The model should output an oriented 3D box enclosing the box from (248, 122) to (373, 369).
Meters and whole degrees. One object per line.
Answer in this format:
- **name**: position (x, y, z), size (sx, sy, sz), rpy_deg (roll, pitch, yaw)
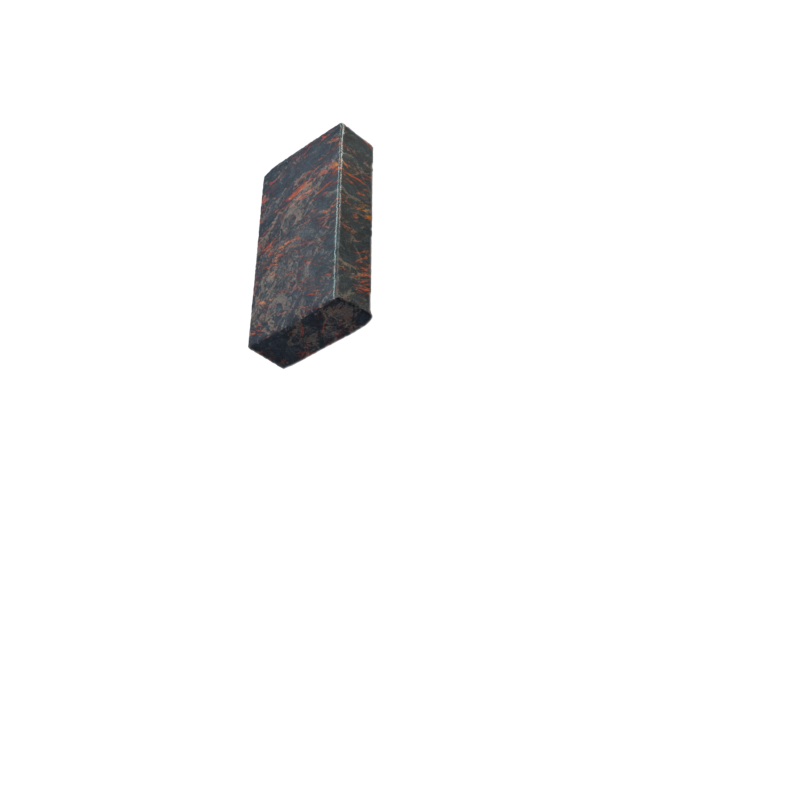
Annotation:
- **box**: position (-0.067, -0.121, 0.849), size (0.093, 0.189, 0.045), rpy_deg (-28, -43, 31)
